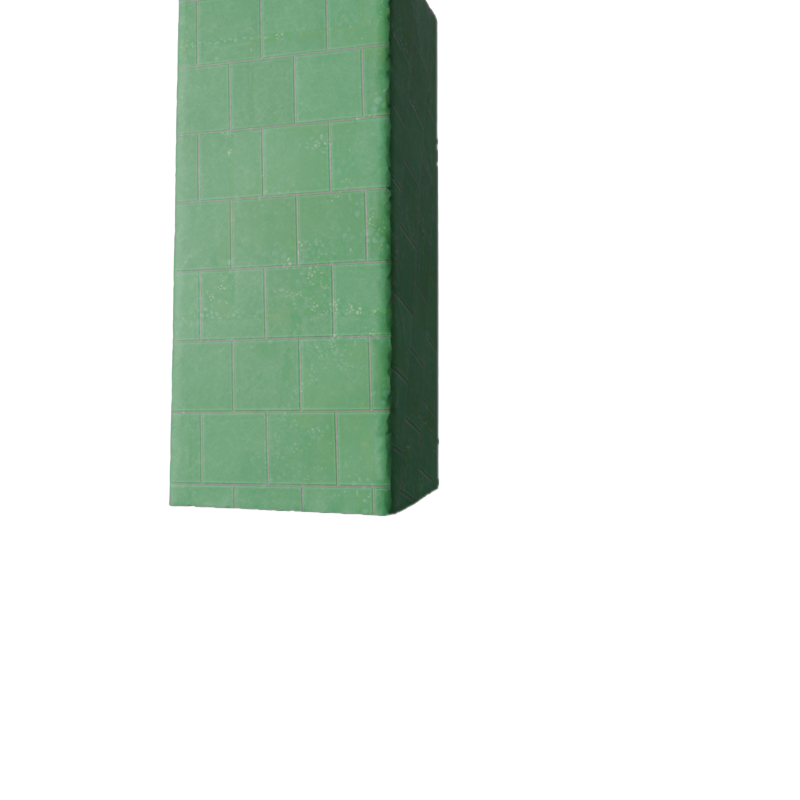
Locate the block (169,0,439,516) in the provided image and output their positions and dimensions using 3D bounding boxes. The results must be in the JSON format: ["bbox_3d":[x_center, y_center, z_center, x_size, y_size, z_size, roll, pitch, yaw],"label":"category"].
[{"bbox_3d":[-0.035,-0.065,0.457,0.092,0.209,0.087,-2,-5,16],"label":"block"}]
